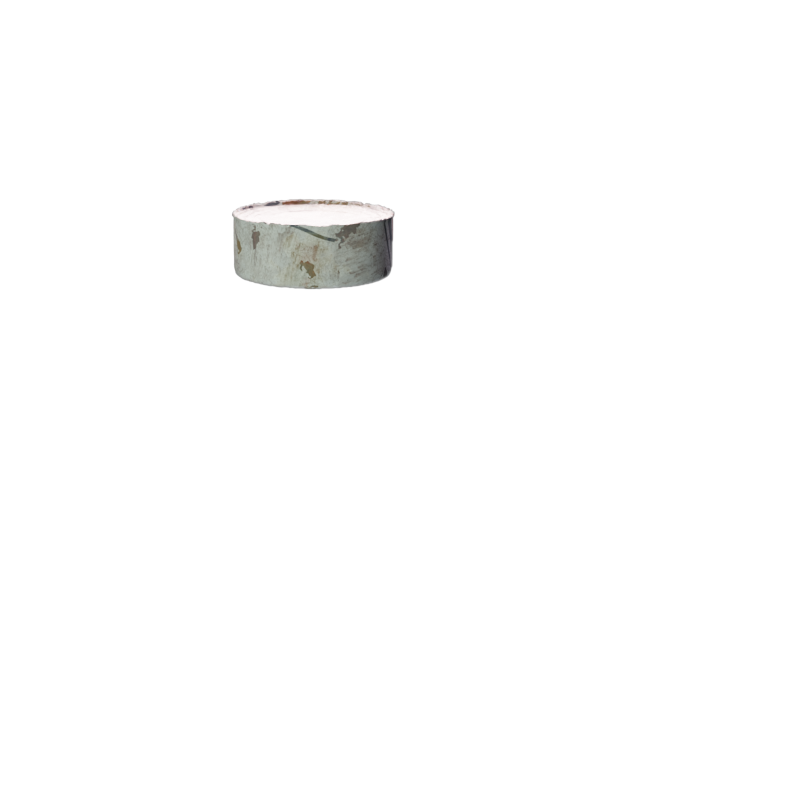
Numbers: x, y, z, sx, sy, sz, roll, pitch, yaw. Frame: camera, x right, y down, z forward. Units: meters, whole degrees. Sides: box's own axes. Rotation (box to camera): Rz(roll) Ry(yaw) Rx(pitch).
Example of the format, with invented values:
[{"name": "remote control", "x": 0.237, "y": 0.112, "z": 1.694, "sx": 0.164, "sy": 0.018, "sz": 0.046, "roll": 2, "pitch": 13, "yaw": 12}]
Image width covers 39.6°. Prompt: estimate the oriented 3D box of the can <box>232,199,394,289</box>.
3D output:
[{"name": "can", "x": -0.046, "y": -0.084, "z": 0.588, "sx": 0.086, "sy": 0.032, "sz": 0.089, "roll": -1, "pitch": 17, "yaw": -2}]
